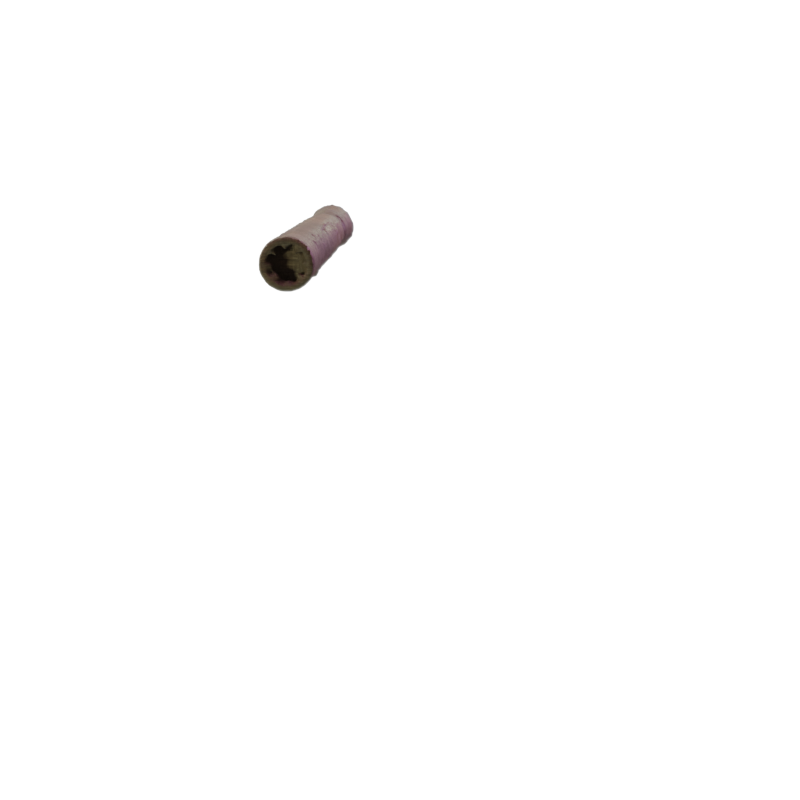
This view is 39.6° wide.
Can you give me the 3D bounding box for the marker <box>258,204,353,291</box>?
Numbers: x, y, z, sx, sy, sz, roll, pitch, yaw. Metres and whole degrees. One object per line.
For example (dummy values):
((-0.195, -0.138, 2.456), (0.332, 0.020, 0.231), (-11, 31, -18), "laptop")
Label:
((-0.033, -0.061, 0.427), (0.020, 0.019, 0.123), (0, 15, 5), "marker")
